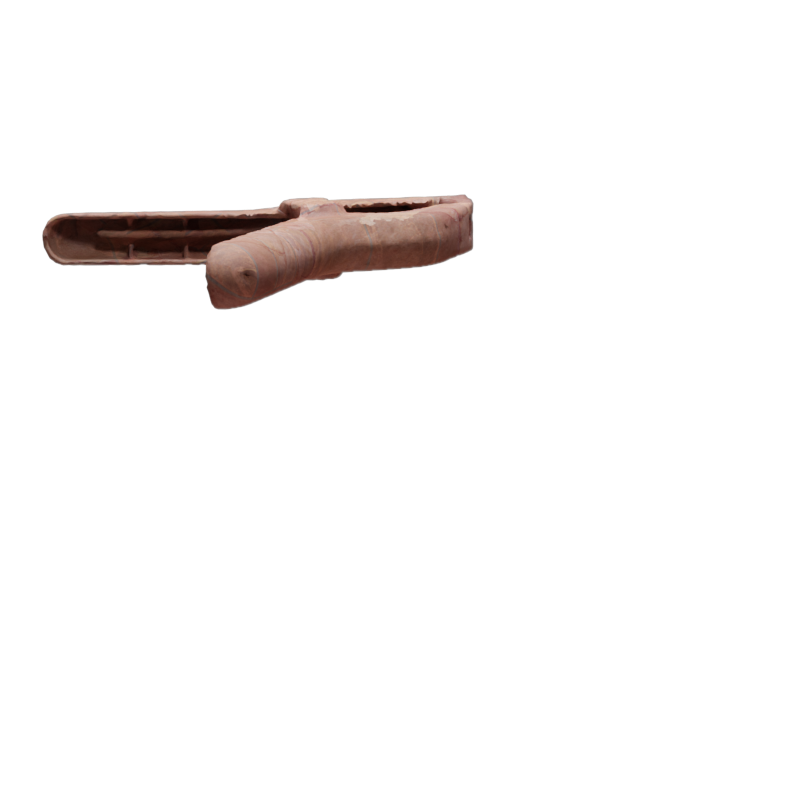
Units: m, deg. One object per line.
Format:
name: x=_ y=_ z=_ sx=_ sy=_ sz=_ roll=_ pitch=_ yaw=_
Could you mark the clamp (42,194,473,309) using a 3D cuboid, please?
clamp: x=-0.040 y=-0.073 z=0.509 sx=0.204 sy=0.035 sz=0.174 roll=-9 pitch=18 yaw=-30
